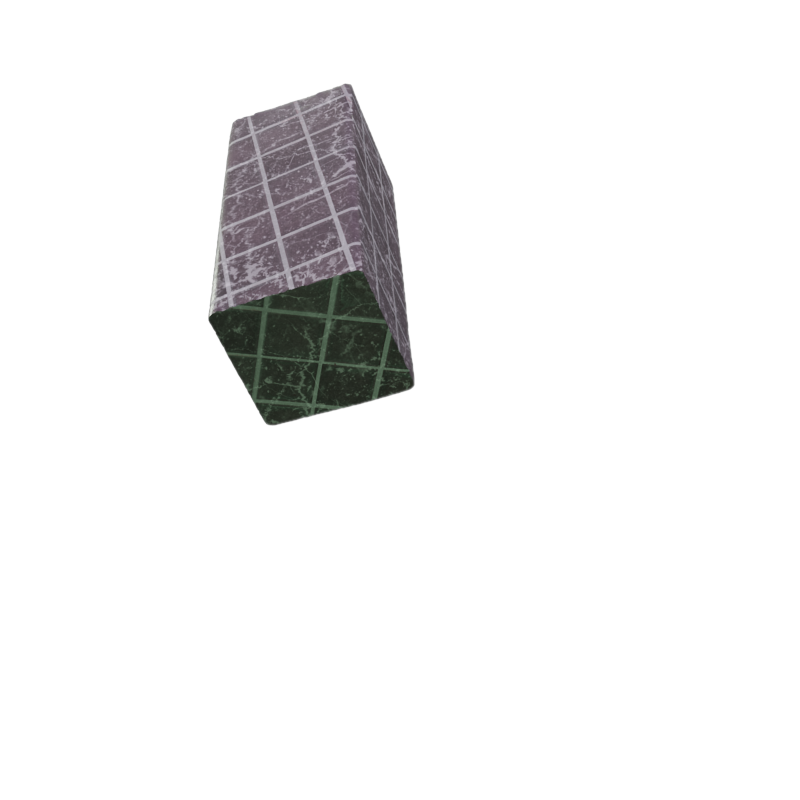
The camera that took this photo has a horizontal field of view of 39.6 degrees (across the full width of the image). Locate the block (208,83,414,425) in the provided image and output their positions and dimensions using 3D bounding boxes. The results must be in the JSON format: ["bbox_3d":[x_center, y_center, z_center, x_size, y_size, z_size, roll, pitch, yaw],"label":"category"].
[{"bbox_3d":[-0.054,-0.096,0.678,0.091,0.084,0.221,-17,39,10],"label":"block"}]
